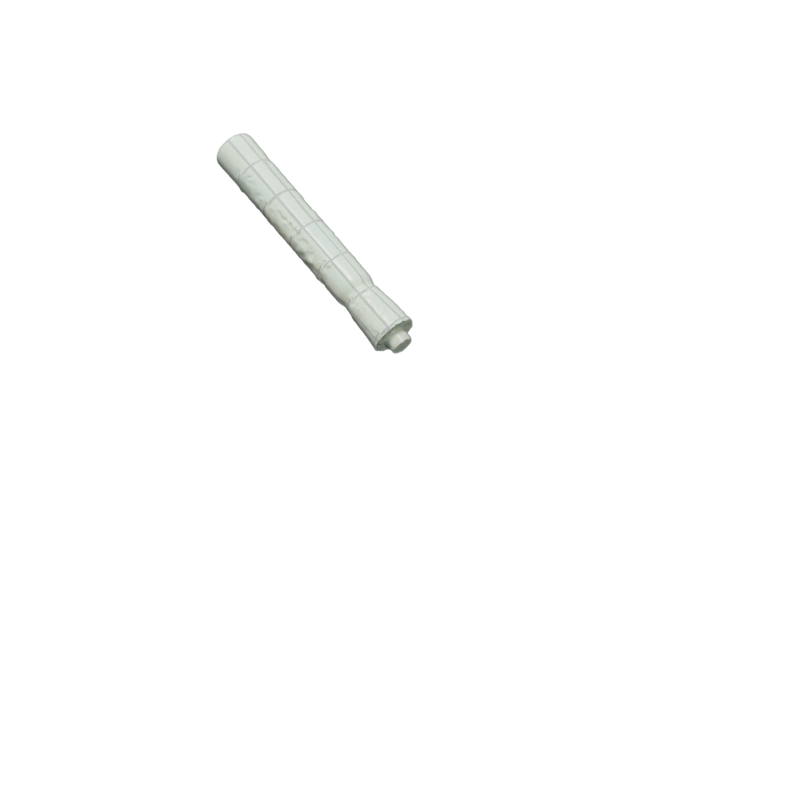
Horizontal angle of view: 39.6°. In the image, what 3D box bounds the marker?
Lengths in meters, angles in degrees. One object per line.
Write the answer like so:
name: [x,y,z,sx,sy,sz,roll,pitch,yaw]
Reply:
marker: [-0.036,-0.066,0.462,0.019,0.019,0.129,-2,46,-53]
